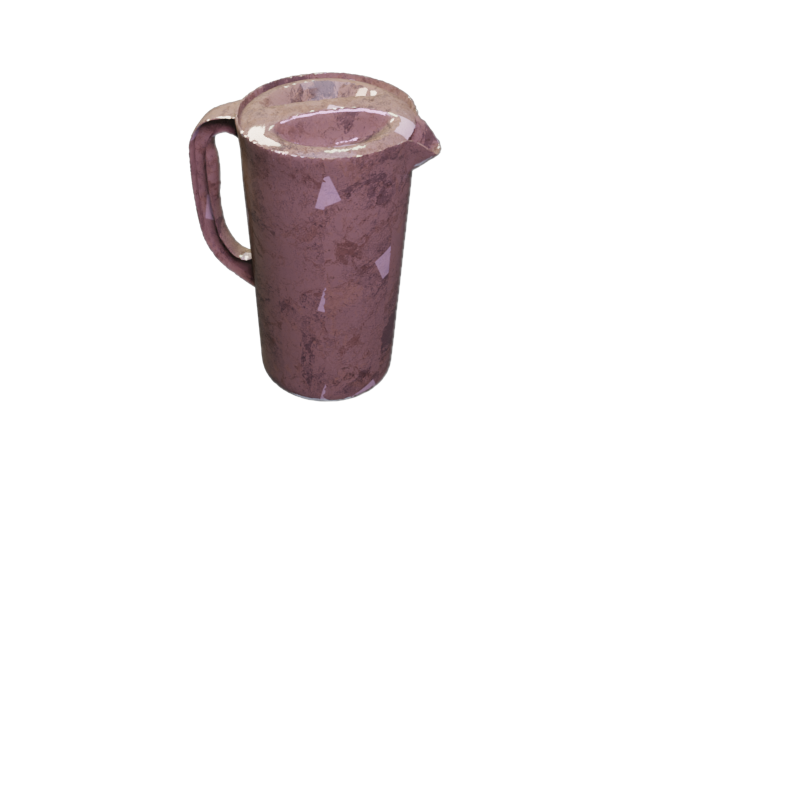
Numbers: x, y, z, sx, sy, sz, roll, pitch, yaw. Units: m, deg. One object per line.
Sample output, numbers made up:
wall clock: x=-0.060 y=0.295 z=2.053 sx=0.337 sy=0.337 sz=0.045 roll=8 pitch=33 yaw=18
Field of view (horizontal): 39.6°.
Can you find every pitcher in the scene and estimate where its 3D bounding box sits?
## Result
pitcher: x=-0.067 y=-0.123 z=0.860 sx=0.143 sy=0.227 sz=0.161 roll=-20 pitch=43 yaw=-27
